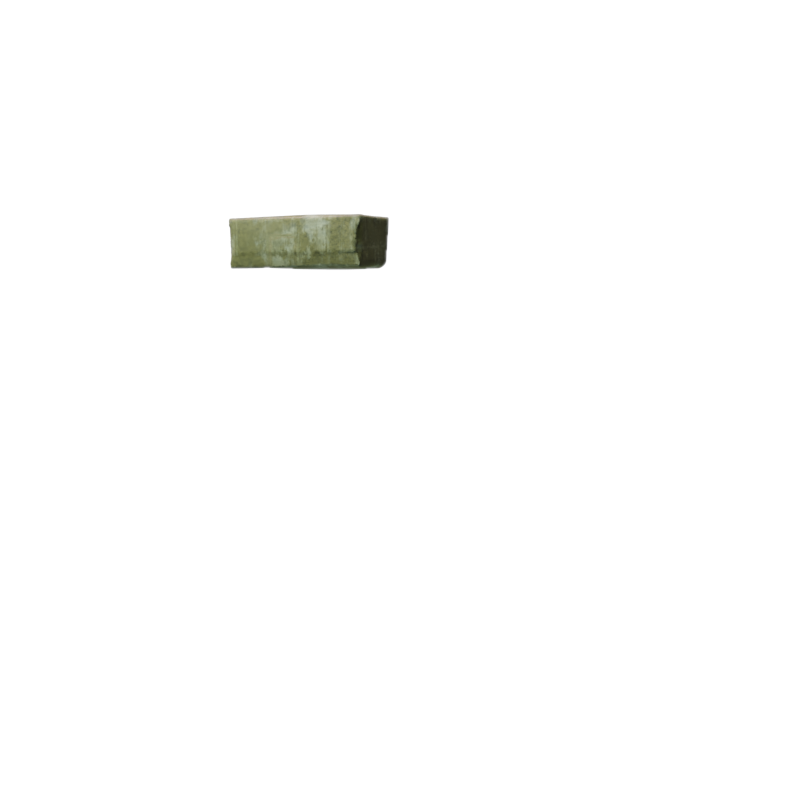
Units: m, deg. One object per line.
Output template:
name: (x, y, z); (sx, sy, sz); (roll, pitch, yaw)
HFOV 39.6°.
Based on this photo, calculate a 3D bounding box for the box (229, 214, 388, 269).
box: (-0.060, -0.110, 0.773); (0.091, 0.039, 0.112); (1, 5, 11)
